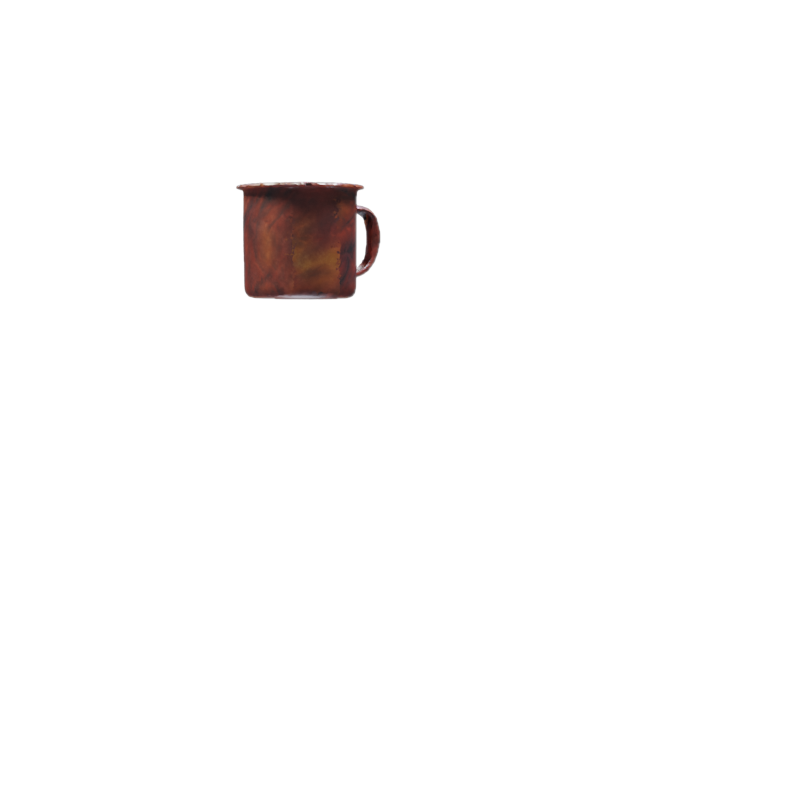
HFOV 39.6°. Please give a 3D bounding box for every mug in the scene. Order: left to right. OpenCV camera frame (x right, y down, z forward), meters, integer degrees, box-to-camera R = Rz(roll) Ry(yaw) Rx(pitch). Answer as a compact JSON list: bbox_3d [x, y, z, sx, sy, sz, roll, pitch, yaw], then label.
[{"bbox_3d":[-0.064,-0.116,0.812,0.113,0.081,0.097,-4,6,-39],"label":"mug"}]
